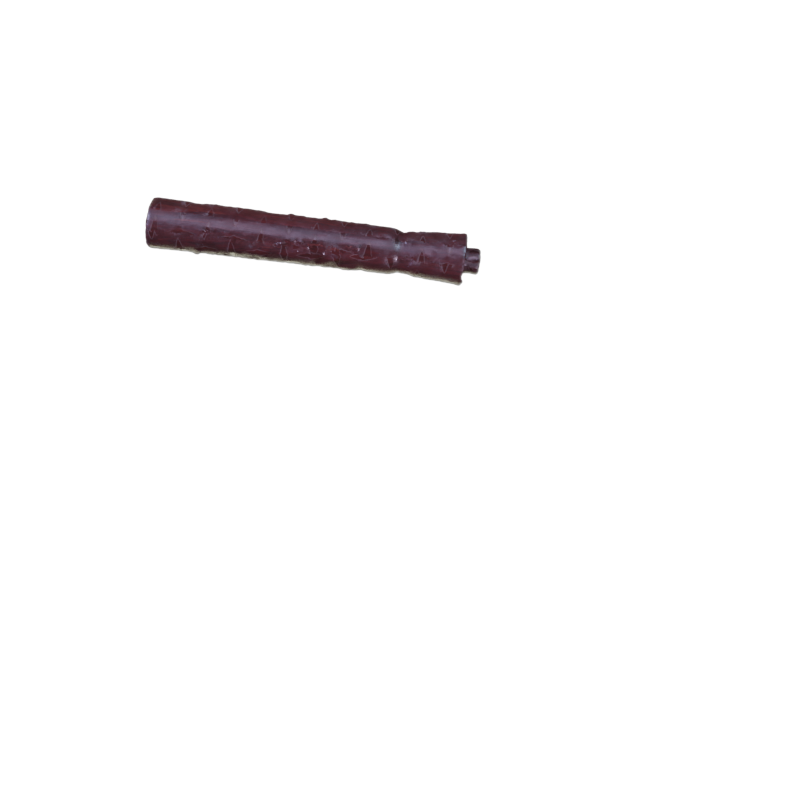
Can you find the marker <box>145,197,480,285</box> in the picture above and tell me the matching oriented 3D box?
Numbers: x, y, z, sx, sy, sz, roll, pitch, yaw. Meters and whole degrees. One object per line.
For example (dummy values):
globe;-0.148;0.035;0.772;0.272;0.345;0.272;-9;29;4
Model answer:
marker;-0.032;-0.058;0.404;0.122;0.020;0.020;8;4;4
